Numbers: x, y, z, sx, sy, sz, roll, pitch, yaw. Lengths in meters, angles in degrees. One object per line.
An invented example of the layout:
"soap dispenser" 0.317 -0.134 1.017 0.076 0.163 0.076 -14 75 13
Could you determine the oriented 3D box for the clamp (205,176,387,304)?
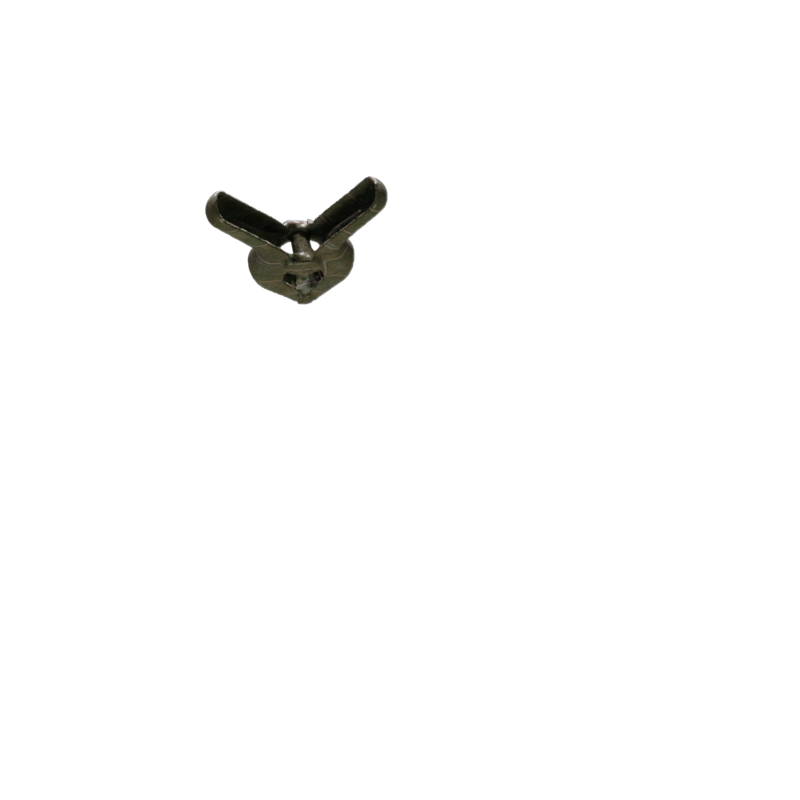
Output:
"clamp" -0.062 -0.114 0.795 0.121 0.041 0.163 -2 -14 7
